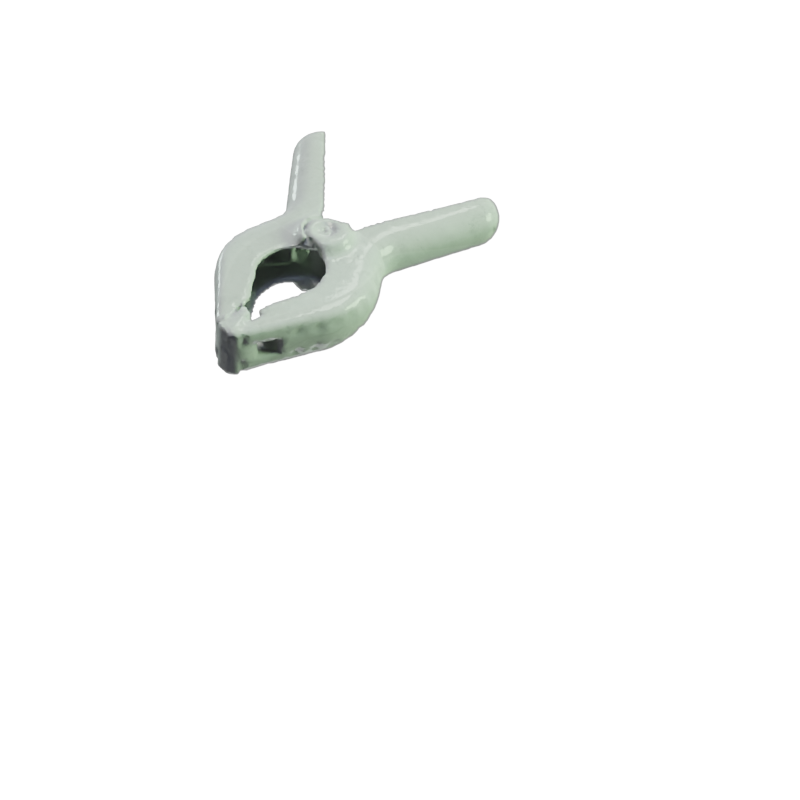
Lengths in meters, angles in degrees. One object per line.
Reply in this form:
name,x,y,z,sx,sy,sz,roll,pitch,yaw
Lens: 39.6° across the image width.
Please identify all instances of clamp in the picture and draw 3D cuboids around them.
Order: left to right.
clamp,-0.043,-0.079,0.554,0.127,0.037,0.173,27,46,29
